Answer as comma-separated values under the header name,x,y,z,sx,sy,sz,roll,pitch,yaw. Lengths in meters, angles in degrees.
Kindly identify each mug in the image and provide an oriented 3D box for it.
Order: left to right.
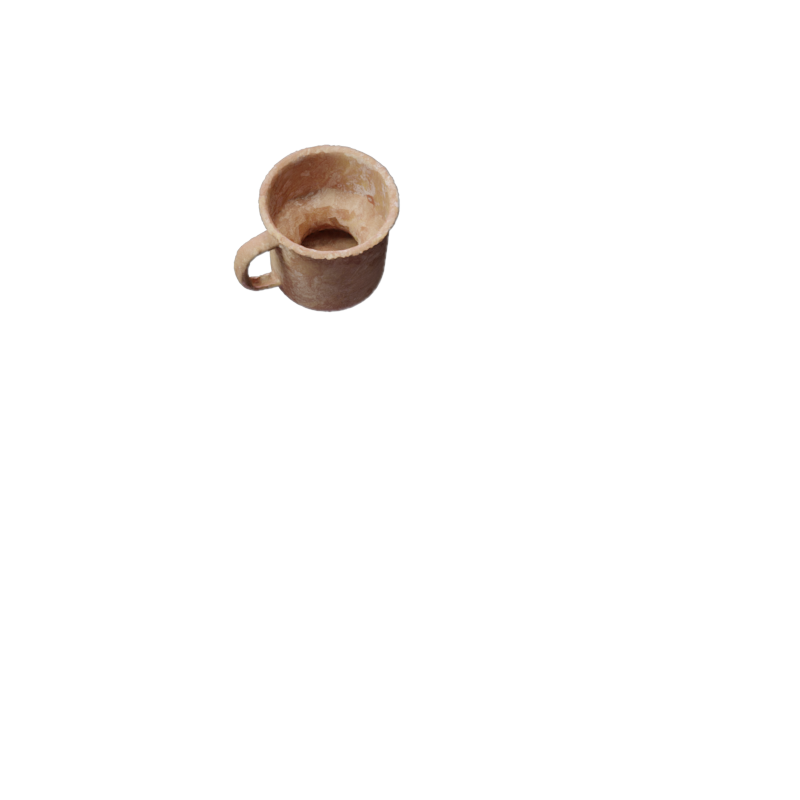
name,x,y,z,sx,sy,sz,roll,pitch,yaw
mug,-0.059,-0.108,0.755,0.117,0.099,0.076,-29,-26,-17
